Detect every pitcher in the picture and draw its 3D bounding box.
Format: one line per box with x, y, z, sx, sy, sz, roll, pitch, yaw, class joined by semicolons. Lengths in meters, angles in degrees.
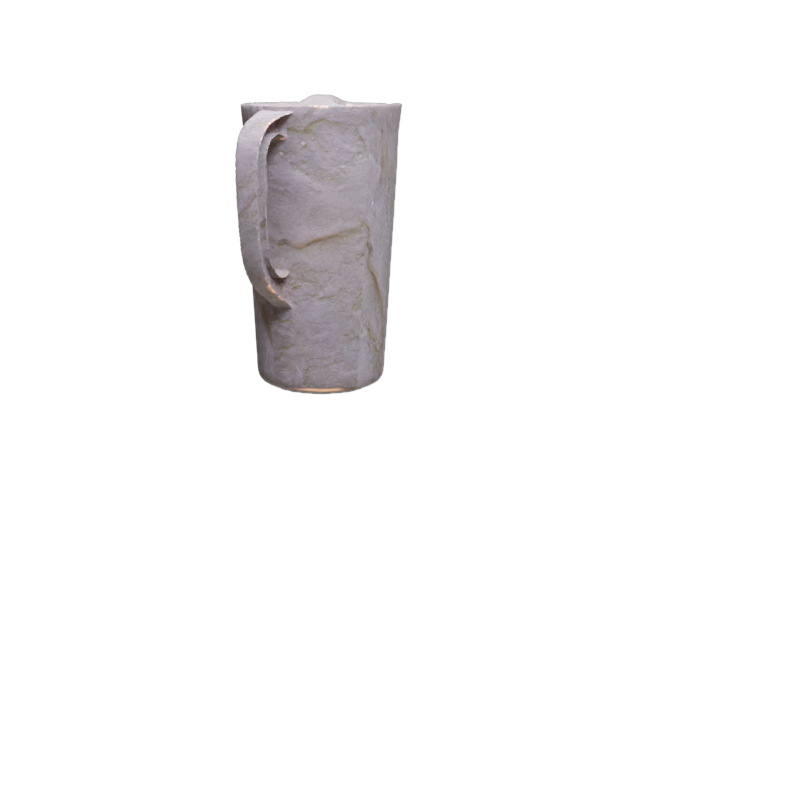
-0.072;-0.132;0.924;0.146;0.238;0.151;-2;11;-15;pitcher
